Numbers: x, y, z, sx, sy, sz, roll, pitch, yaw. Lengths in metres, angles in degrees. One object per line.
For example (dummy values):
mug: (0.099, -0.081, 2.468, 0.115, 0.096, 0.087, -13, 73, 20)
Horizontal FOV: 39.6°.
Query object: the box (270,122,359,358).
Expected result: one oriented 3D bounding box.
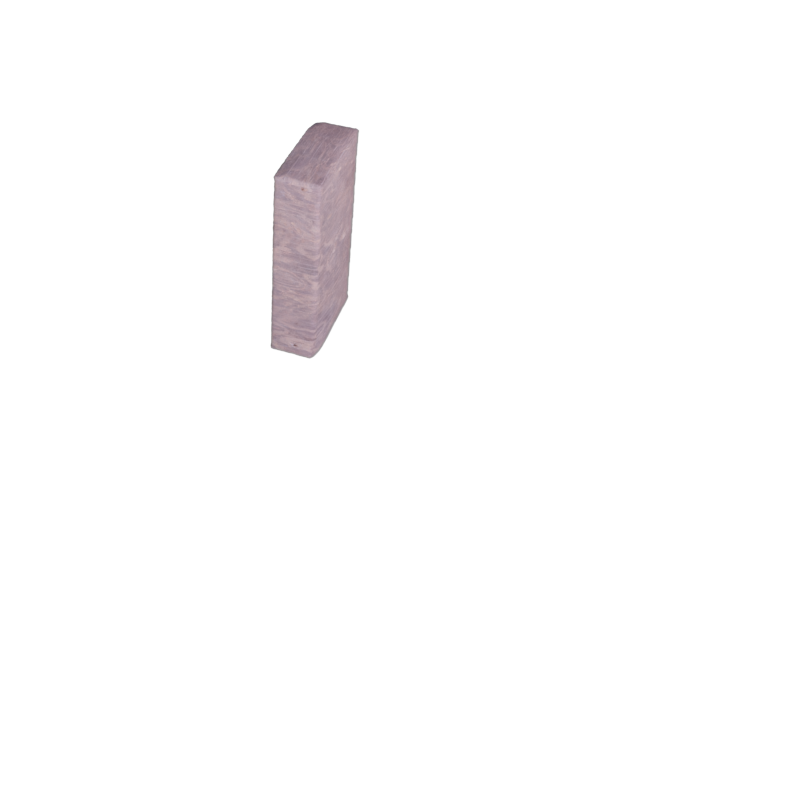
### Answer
box: (-0.071, -0.130, 0.906, 0.049, 0.165, 0.097, 13, 40, 11)
